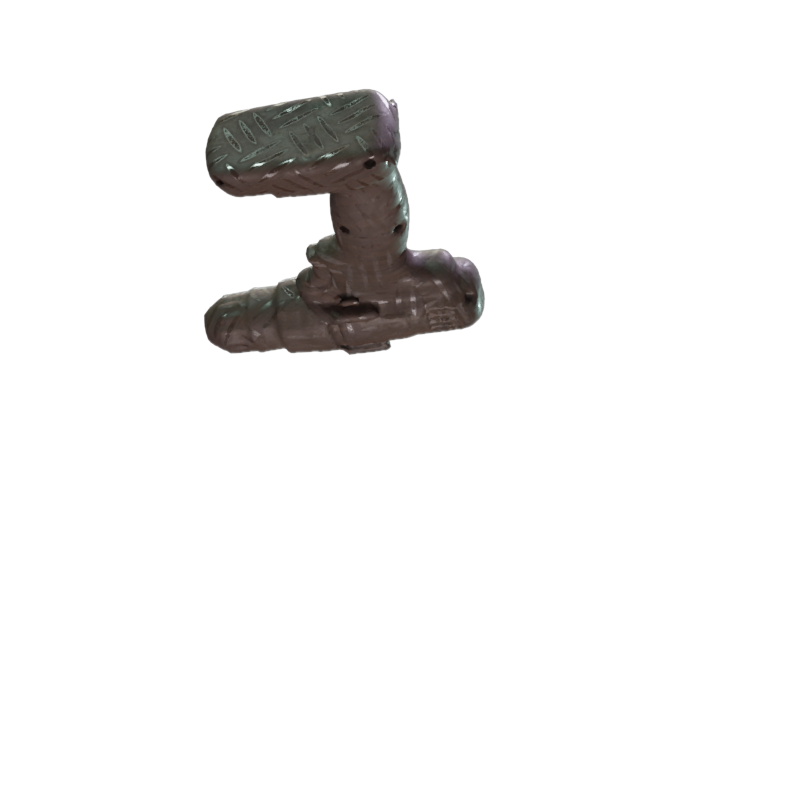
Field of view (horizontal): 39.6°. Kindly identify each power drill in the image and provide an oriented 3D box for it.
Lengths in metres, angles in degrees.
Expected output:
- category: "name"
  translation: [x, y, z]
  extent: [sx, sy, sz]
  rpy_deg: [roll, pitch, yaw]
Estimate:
- category: "power drill"
  translation: [-0.052, -0.095, 0.667]
  extent: [0.186, 0.061, 0.173]
  rpy_deg: [-8, -35, 11]
